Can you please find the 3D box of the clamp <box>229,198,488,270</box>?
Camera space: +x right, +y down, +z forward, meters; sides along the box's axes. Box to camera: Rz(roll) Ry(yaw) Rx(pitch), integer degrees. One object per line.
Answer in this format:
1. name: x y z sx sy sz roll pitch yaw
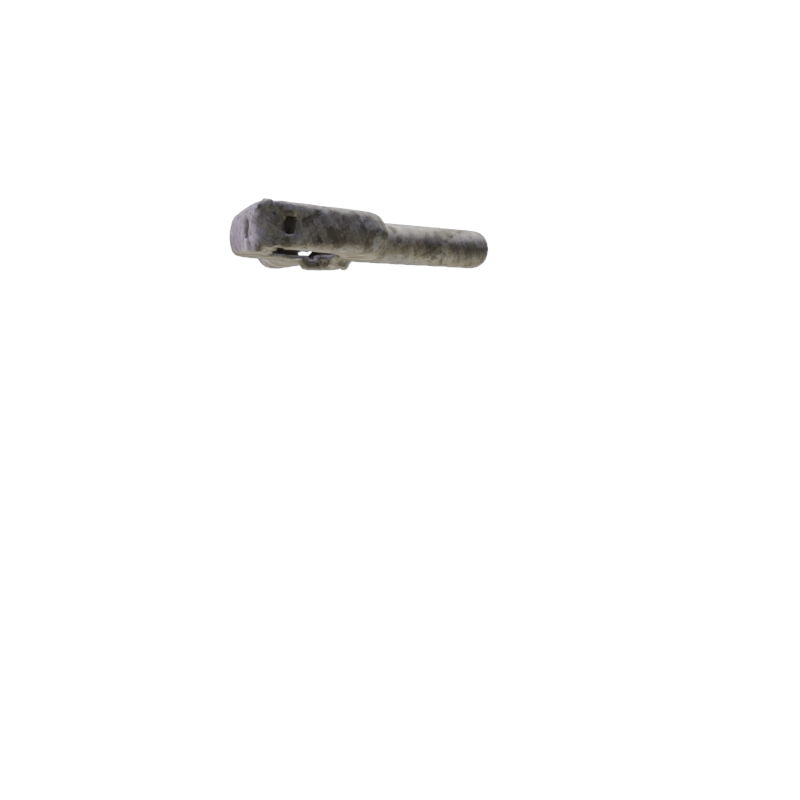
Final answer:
1. clamp: -0.054 -0.099 0.693 0.169 0.036 0.203 1 3 25
